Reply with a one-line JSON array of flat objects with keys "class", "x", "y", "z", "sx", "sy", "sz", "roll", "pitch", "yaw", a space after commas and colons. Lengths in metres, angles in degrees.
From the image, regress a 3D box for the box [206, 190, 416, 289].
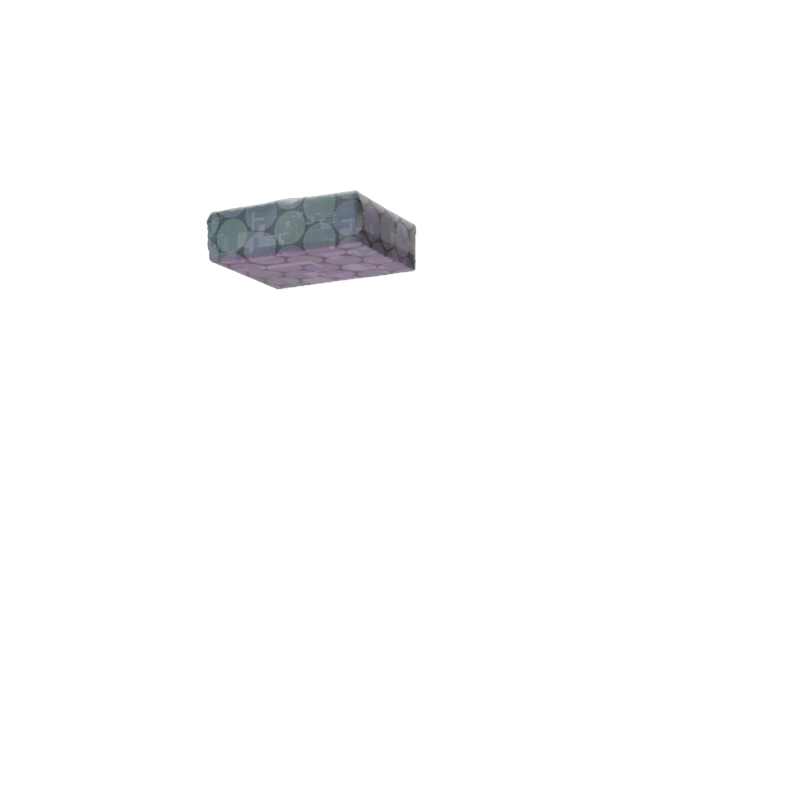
[{"class": "box", "x": -0.046, "y": -0.084, "z": 0.585, "sx": 0.091, "sy": 0.031, "sz": 0.069, "roll": -4, "pitch": -9, "yaw": 26}]
